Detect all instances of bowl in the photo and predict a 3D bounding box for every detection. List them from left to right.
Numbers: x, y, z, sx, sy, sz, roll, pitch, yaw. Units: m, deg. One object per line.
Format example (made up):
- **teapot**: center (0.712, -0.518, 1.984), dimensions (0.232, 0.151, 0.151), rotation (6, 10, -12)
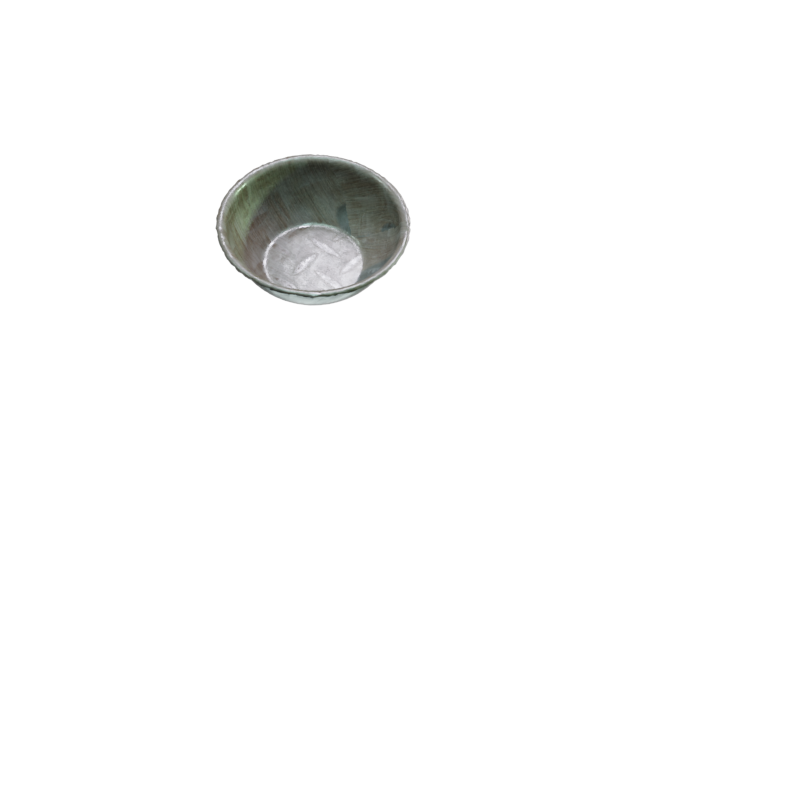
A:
- **bowl**: center (-0.074, -0.134, 0.940), dimensions (0.162, 0.174, 0.051), rotation (-1, -38, -1)
